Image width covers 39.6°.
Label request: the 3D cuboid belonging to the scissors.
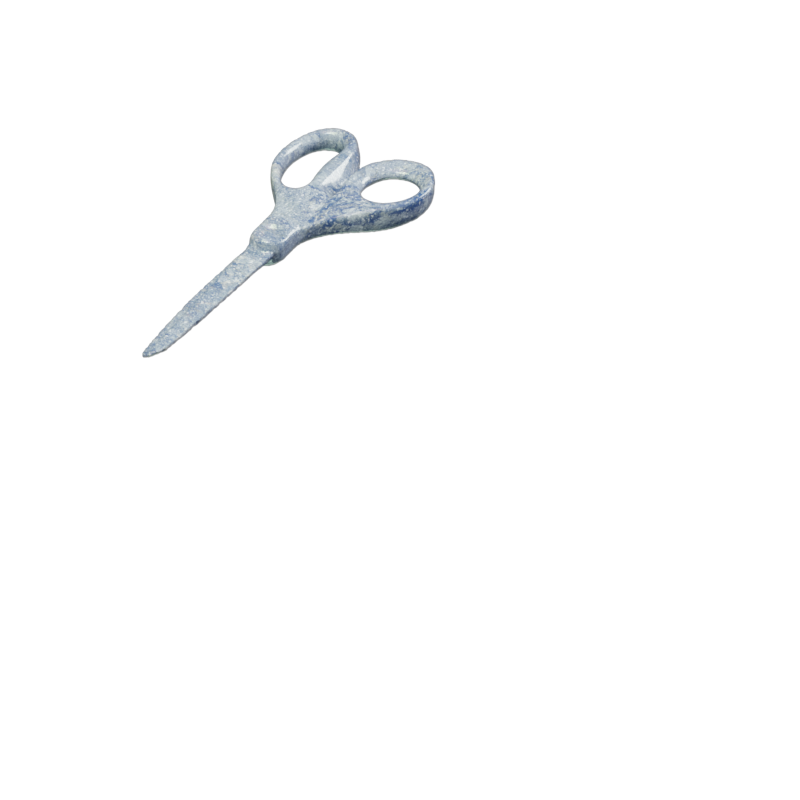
[{"bbox_3d":[-0.042,-0.077,0.537,0.098,0.015,0.212,8,41,9],"label":"scissors"}]
